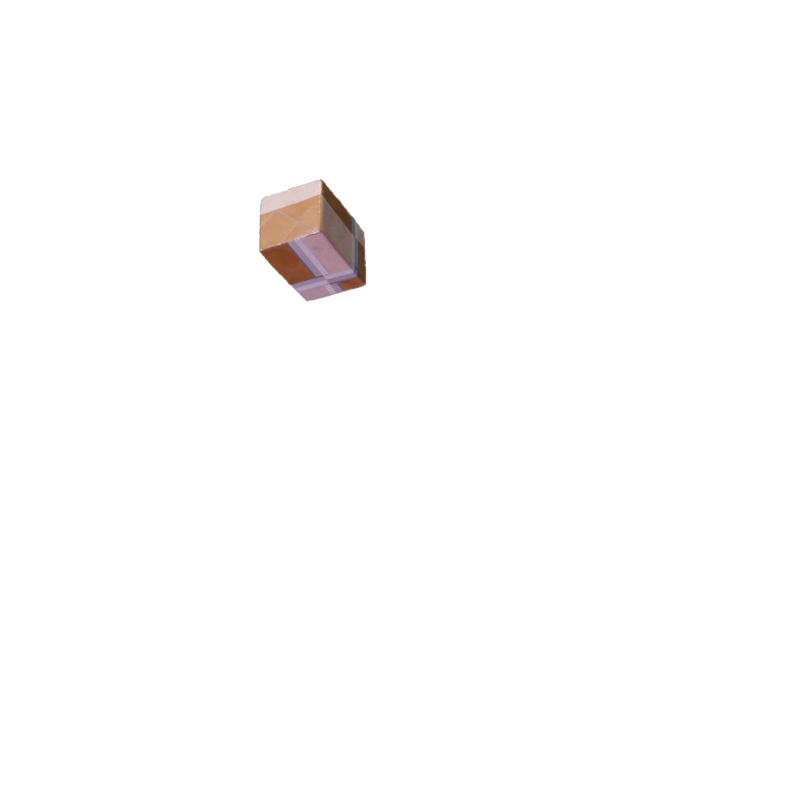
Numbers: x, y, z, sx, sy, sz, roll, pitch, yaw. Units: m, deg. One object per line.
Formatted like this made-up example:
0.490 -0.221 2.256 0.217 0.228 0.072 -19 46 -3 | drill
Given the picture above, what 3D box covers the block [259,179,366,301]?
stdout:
-0.065 -0.118 0.829 0.053 0.055 0.072 -15 -34 20 | block
